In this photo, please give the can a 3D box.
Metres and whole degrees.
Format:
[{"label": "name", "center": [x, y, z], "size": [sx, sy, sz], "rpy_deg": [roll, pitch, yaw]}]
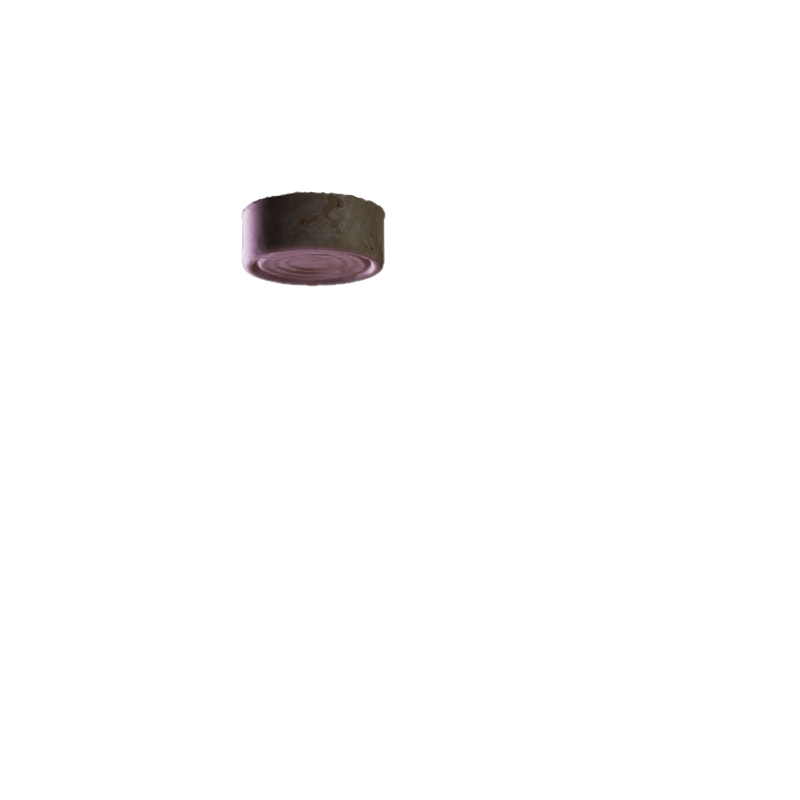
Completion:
[{"label": "can", "center": [-0.051, -0.094, 0.656], "size": [0.086, 0.035, 0.083], "rpy_deg": [0, -10, -2]}]
